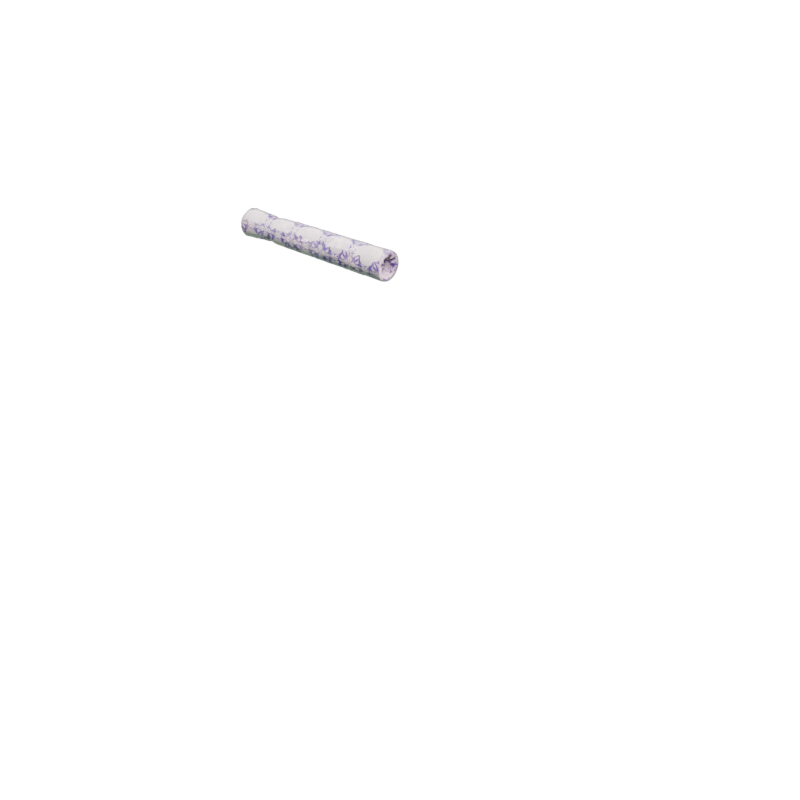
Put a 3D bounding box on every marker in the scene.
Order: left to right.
[{"bbox_3d":[-0.053,-0.097,0.677,0.128,0.019,0.019,23,18,38],"label":"marker"}]
